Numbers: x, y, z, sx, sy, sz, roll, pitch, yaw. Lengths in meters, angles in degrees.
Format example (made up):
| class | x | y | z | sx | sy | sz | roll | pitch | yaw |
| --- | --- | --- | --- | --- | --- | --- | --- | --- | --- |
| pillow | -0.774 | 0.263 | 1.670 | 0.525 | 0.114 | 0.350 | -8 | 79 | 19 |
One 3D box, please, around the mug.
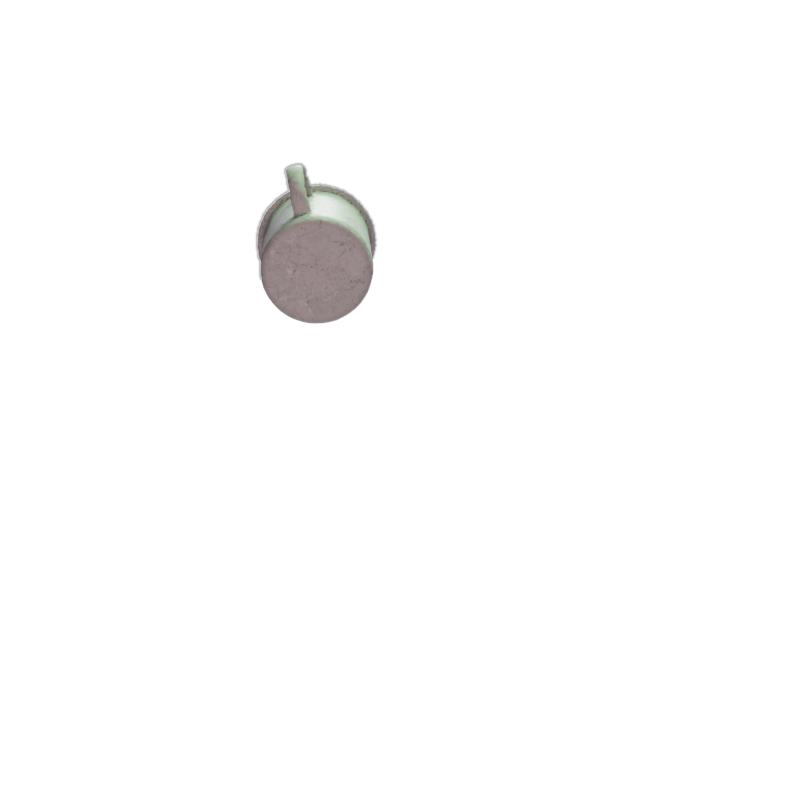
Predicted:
| class | x | y | z | sx | sy | sz | roll | pitch | yaw |
| --- | --- | --- | --- | --- | --- | --- | --- | --- | --- |
| mug | -0.065 | -0.118 | 0.825 | 0.093 | 0.112 | 0.085 | -10 | 18 | 2 |
